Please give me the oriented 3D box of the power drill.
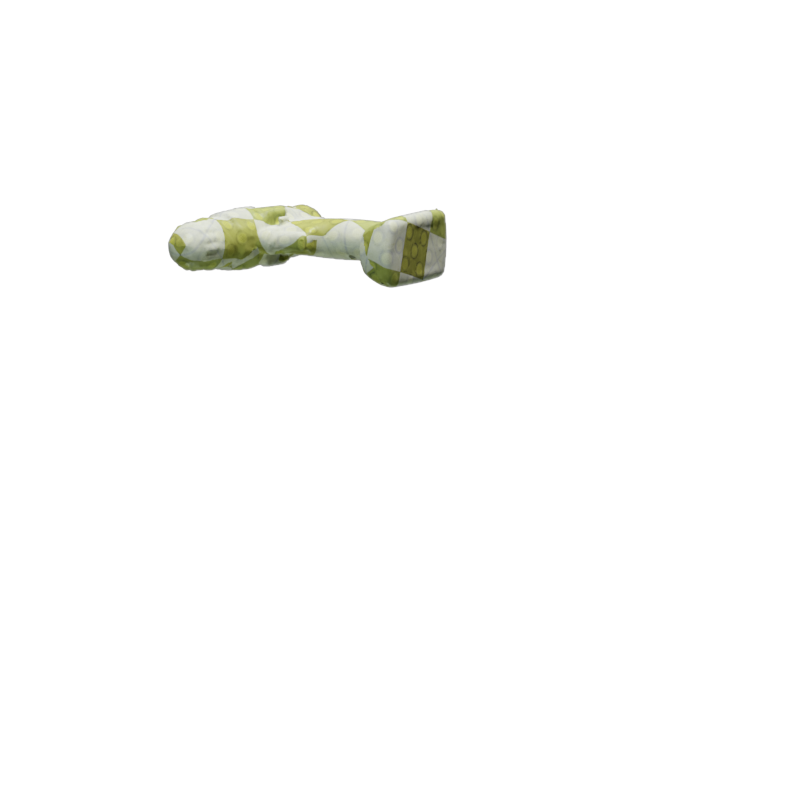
[{"bbox_3d":[-0.071,-0.130,0.908,0.196,0.056,0.182,10,19,31],"label":"power drill"}]
